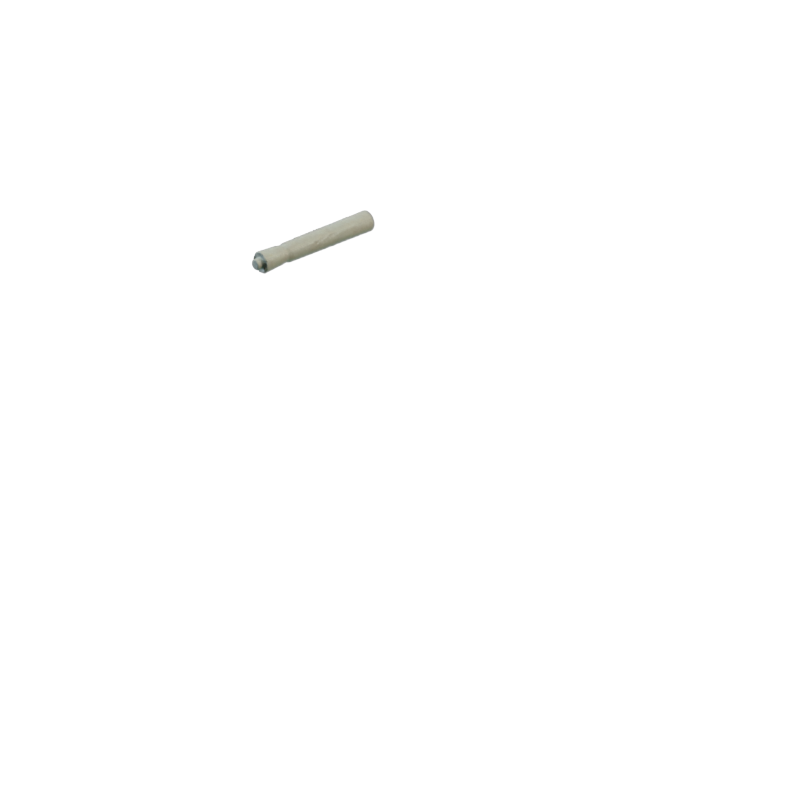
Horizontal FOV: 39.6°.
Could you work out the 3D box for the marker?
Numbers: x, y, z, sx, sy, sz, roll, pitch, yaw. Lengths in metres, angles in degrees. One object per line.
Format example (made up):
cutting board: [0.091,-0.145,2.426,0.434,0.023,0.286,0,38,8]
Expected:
marker: [-0.072,-0.131,0.920,0.120,0.019,0.021,-27,19,-34]
